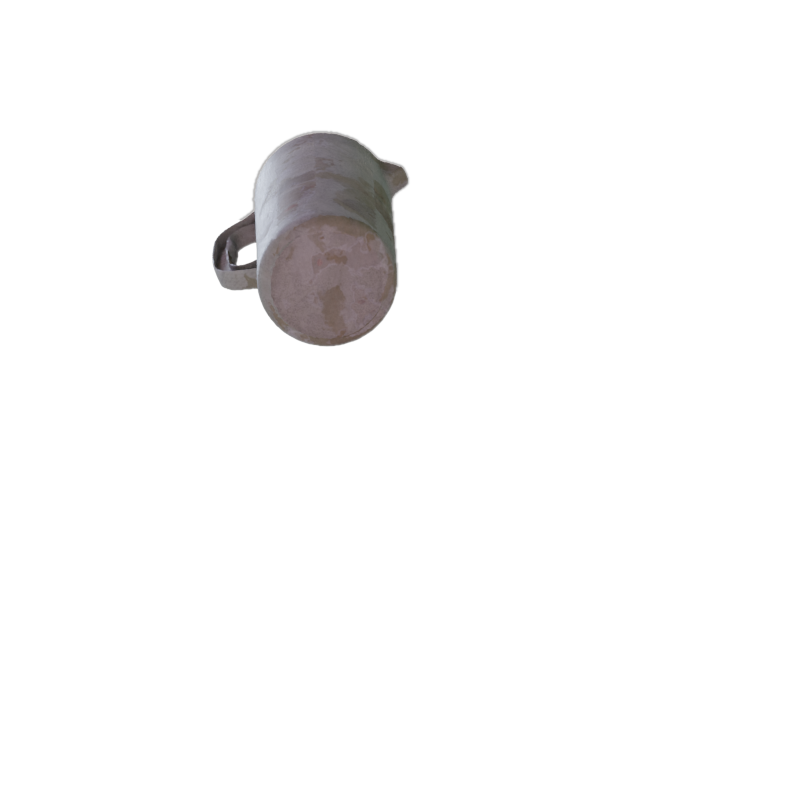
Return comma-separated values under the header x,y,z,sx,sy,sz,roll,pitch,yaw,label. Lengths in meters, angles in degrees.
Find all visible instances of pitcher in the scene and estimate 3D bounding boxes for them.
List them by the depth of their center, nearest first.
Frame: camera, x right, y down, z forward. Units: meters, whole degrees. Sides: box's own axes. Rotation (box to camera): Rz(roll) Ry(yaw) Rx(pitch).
x,y,z,sx,sy,sz,roll,pitch,yaw,label
-0.074,-0.136,0.952,0.142,0.145,0.255,23,20,-13,pitcher
